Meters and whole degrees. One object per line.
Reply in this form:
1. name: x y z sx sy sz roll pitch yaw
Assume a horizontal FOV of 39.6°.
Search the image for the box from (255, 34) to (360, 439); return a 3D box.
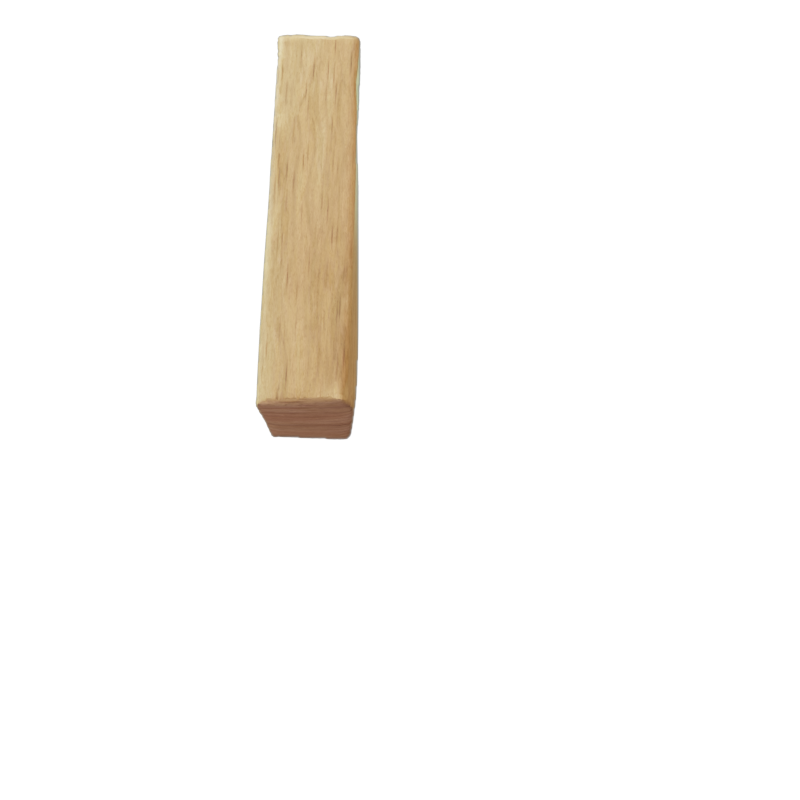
1. box: -0.042 -0.076 0.533 0.048 0.184 0.090 -1 -17 -2
